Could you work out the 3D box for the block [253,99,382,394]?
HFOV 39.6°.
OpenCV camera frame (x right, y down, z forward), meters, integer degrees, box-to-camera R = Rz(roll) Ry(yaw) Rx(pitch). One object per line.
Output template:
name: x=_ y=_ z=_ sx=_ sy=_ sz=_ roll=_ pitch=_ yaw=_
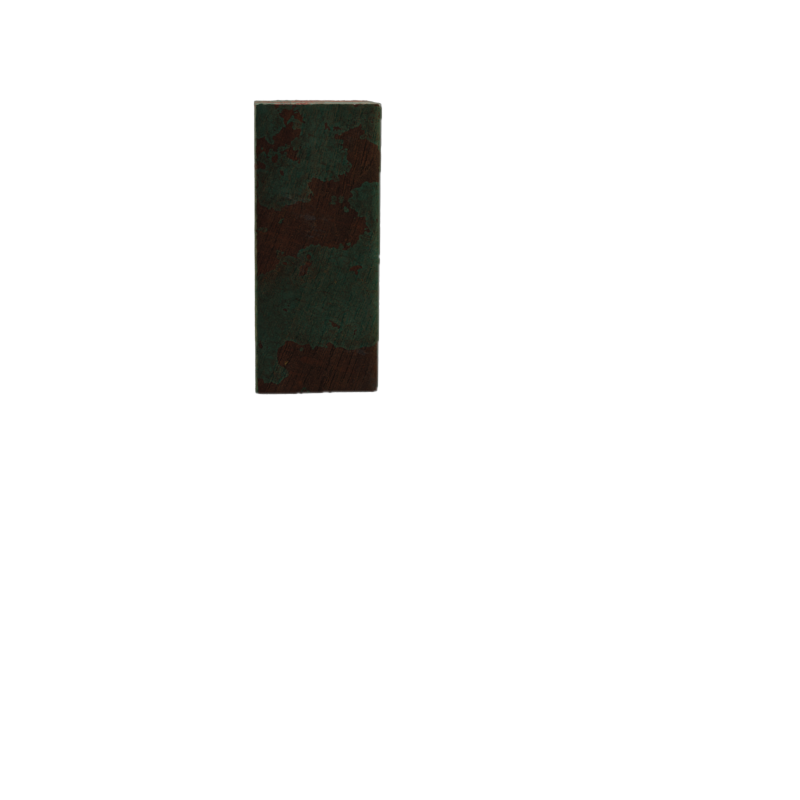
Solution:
block: x=-0.063 y=-0.117 z=0.818 sx=0.089 sy=0.202 sz=0.093 roll=0 pitch=10 yaw=-6
